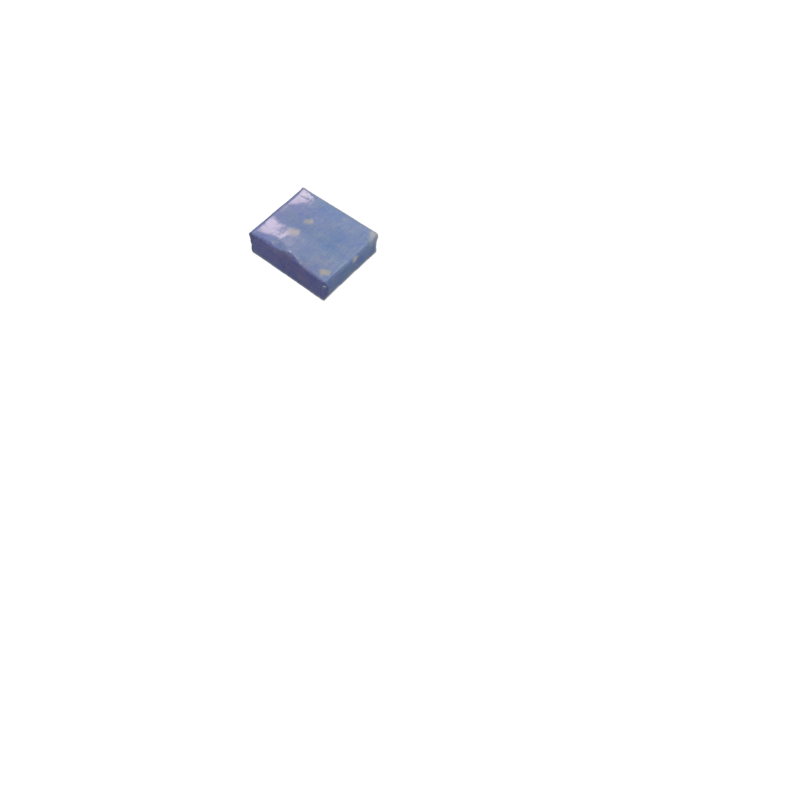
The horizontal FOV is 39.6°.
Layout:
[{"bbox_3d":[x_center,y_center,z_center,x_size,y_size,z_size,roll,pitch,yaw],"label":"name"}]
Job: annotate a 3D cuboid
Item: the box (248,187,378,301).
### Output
[{"bbox_3d":[-0.077,-0.139,0.976,0.094,0.074,0.028,34,-30,23],"label":"box"}]
